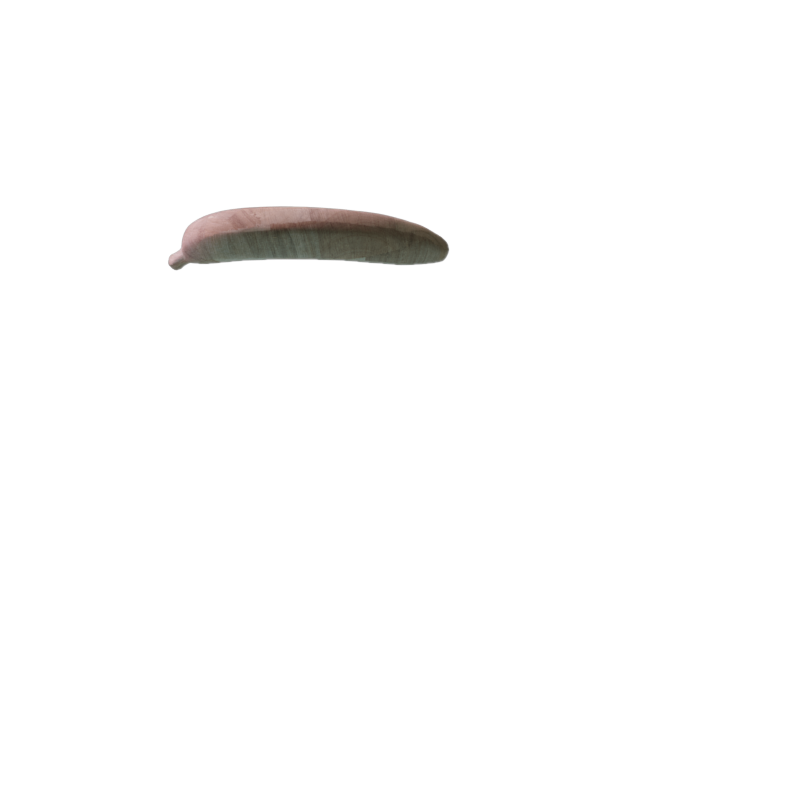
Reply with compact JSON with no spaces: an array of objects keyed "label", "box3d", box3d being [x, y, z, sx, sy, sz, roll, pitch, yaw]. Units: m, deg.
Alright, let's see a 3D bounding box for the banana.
[{"label":"banana","box3d":[-0.063,-0.111,0.756,0.198,0.037,0.069,0,-3,0]}]
